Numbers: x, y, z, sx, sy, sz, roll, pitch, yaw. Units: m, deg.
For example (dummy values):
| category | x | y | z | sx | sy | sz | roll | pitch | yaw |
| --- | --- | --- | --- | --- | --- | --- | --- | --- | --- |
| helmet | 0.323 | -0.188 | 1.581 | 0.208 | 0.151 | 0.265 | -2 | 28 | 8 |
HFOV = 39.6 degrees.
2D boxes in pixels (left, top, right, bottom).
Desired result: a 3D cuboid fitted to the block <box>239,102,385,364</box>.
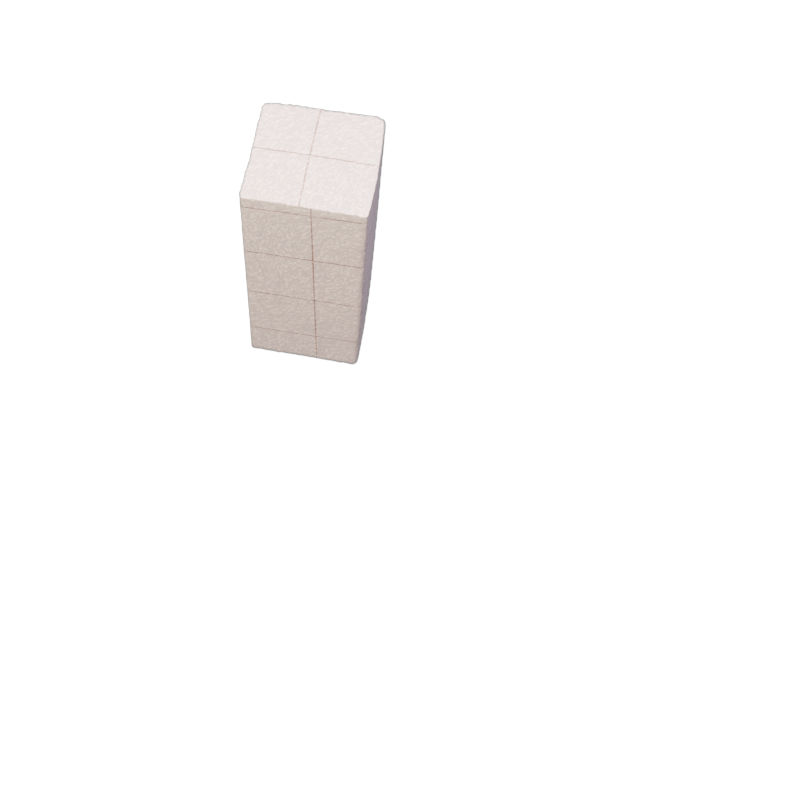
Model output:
| category | x | y | z | sx | sy | sz | roll | pitch | yaw |
| --- | --- | --- | --- | --- | --- | --- | --- | --- | --- |
| block | -0.066 | -0.121 | 0.845 | 0.091 | 0.095 | 0.194 | 9 | -29 | 1 |
